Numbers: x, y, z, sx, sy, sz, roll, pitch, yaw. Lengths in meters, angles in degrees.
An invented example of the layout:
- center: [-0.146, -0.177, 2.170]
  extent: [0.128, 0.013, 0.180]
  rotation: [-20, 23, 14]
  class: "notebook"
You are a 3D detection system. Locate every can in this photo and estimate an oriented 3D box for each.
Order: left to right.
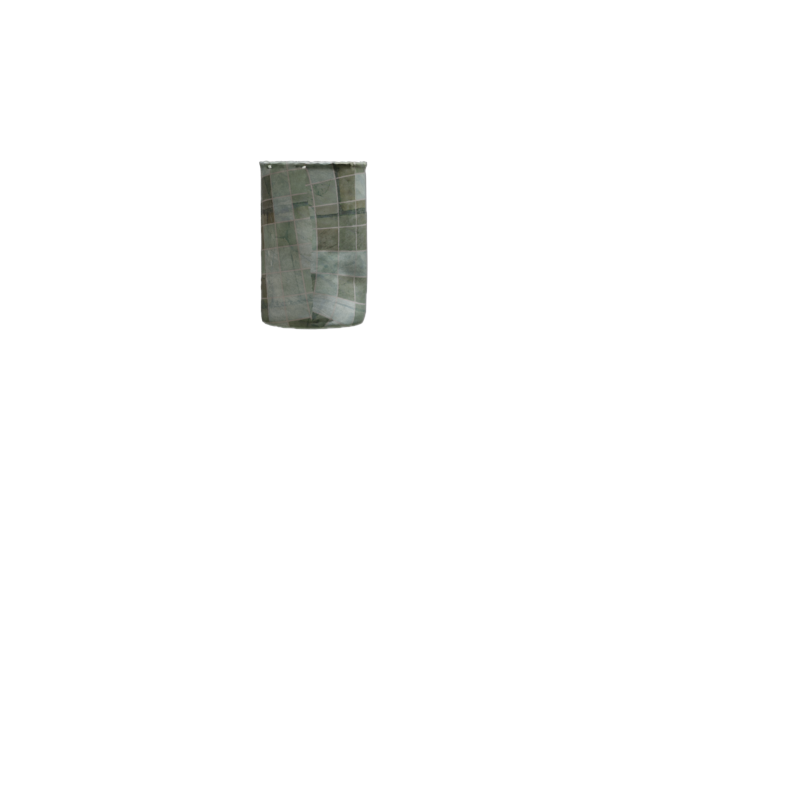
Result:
- center: [-0.055, -0.100, 0.700]
  extent: [0.068, 0.101, 0.070]
  rotation: [0, 7, -2]
  class: "can"
